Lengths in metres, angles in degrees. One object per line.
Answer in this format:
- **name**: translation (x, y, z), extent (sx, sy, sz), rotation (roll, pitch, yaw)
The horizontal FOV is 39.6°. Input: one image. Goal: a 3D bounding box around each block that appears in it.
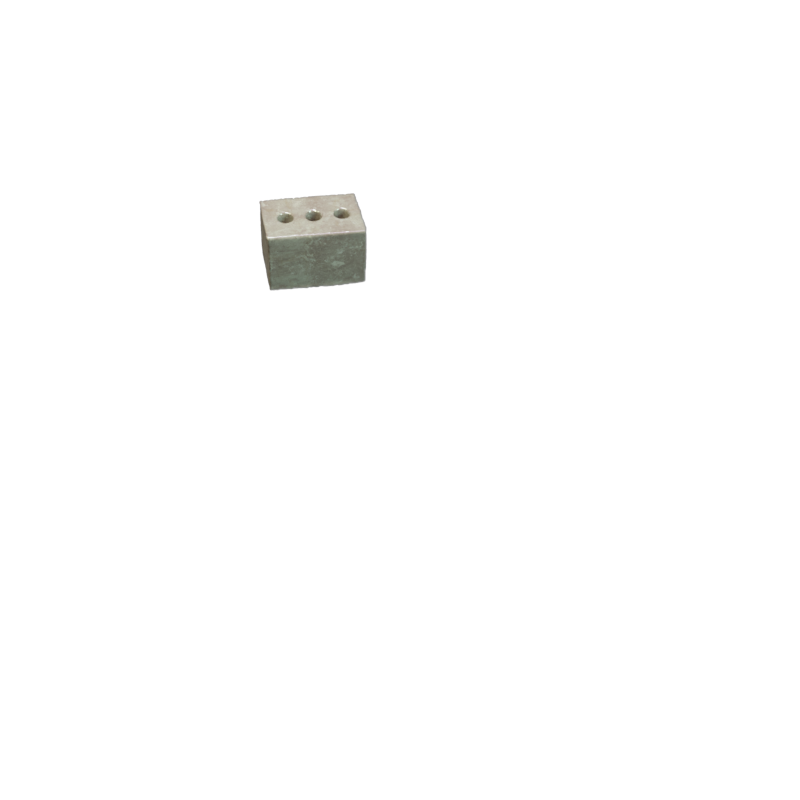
- **block**: translation (-0.067, -0.123, 0.860), extent (0.077, 0.048, 0.057), rotation (-6, 40, -8)
